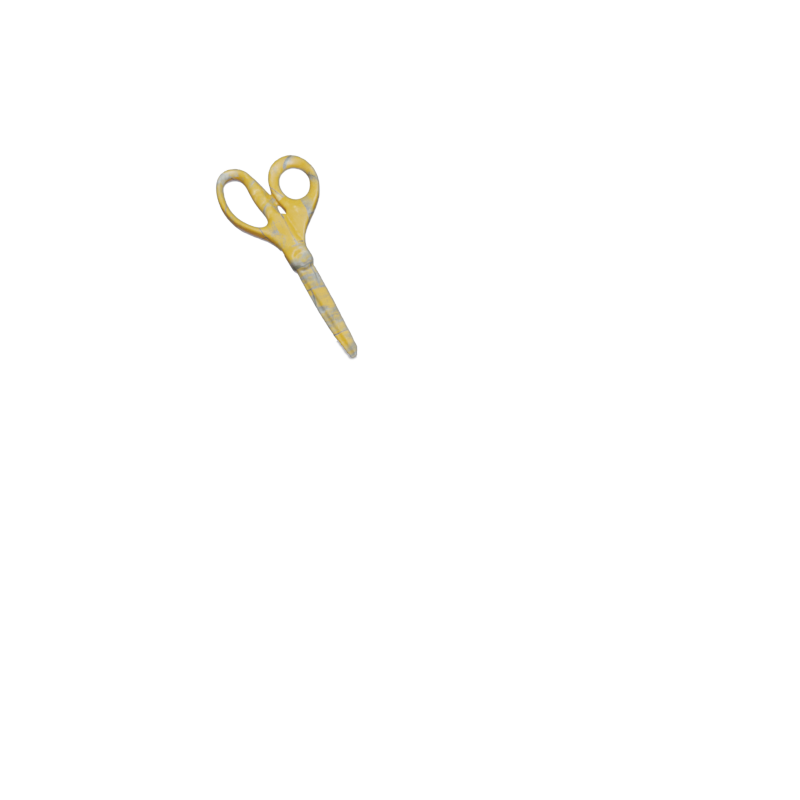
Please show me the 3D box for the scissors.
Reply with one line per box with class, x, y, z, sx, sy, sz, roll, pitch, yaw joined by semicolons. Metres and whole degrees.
scissors;-0.072;-0.132;0.922;0.097;0.213;0.015;-38;-22;-19
